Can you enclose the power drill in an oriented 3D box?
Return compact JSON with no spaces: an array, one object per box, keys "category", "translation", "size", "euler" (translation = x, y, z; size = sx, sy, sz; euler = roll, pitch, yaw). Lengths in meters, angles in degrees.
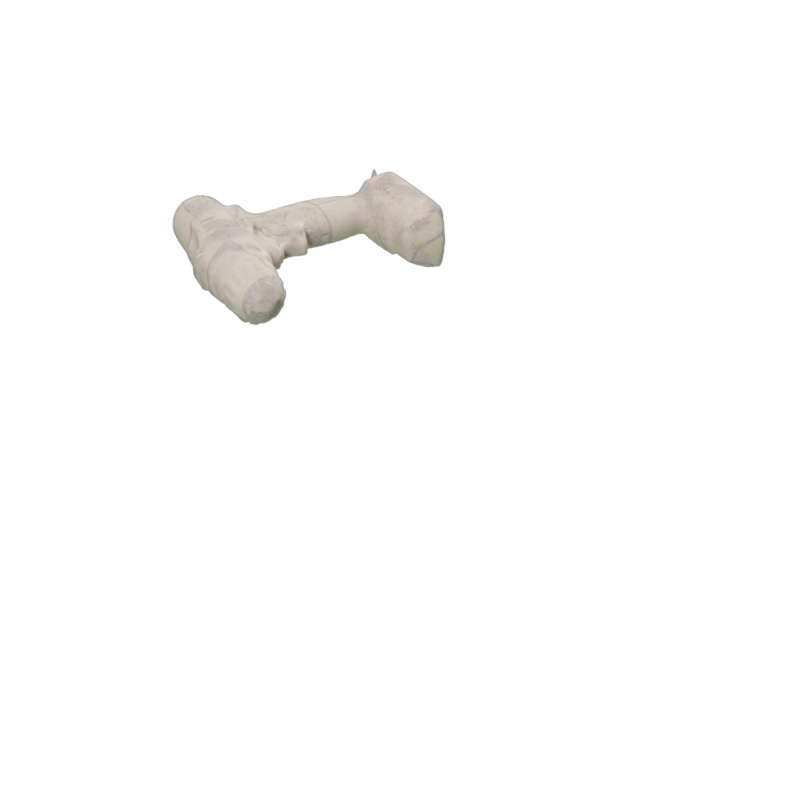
[{"category":"power drill","translation":[-0.065,-0.119,0.833],"size":[0.184,0.054,0.198],"euler":[-11,31,-20]}]
